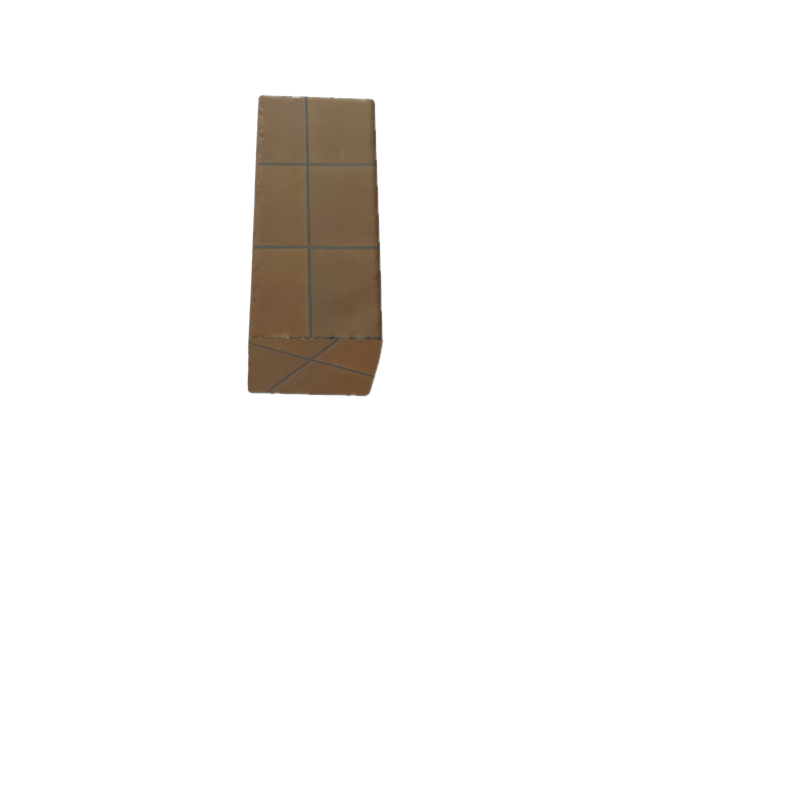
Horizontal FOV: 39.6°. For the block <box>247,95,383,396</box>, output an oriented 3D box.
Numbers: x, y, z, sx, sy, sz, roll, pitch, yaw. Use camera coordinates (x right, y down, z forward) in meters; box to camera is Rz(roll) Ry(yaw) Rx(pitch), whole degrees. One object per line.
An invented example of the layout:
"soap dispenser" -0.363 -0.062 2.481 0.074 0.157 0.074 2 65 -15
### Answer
"block" -0.064 -0.116 0.817 0.090 0.220 0.085 1 -30 -5
